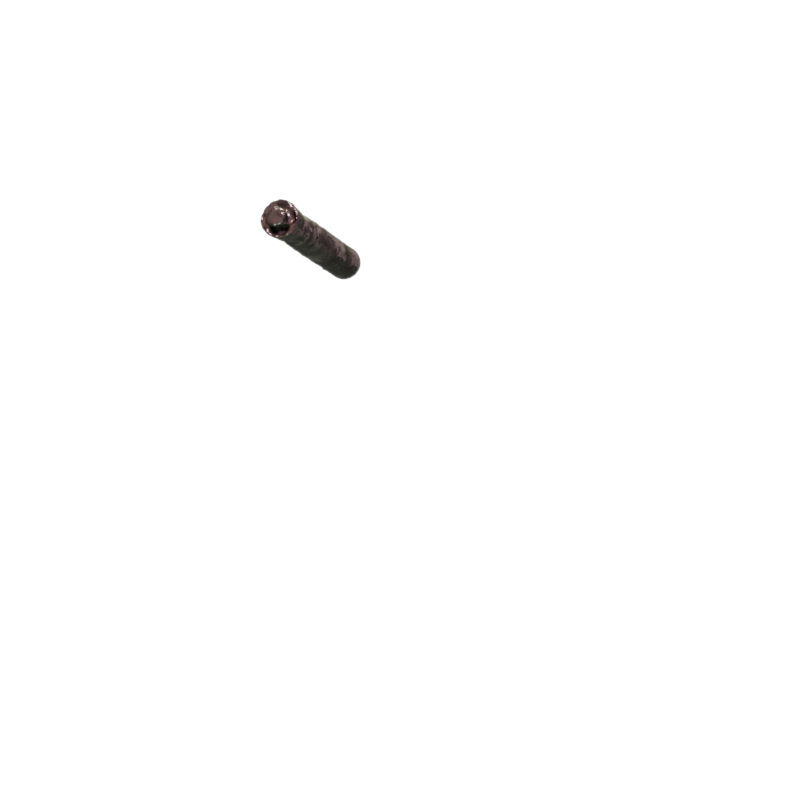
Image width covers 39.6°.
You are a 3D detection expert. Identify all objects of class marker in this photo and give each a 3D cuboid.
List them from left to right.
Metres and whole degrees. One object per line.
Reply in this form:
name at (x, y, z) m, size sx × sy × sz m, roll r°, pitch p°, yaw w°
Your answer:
marker at (-0.045, -0.082, 0.577) m, size 0.020 × 0.020 × 0.116 m, roll 1°, pitch -4°, yaw 14°
